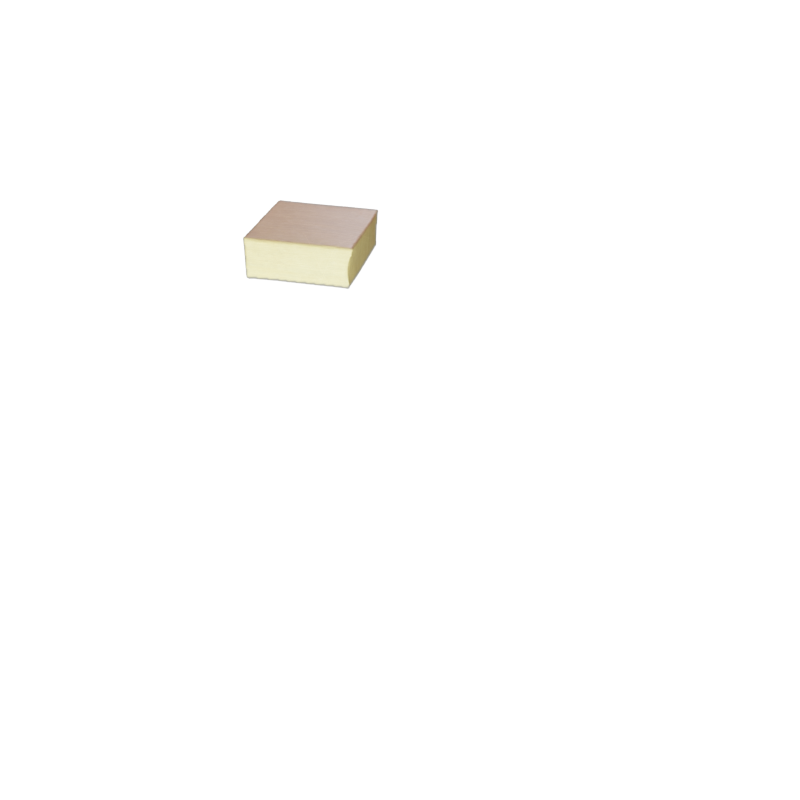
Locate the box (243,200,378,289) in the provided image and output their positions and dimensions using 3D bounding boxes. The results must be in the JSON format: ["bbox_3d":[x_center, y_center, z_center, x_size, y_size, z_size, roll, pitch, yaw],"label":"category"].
[{"bbox_3d":[-0.072,-0.132,0.923,0.091,0.037,0.118,5,27,10],"label":"box"}]
